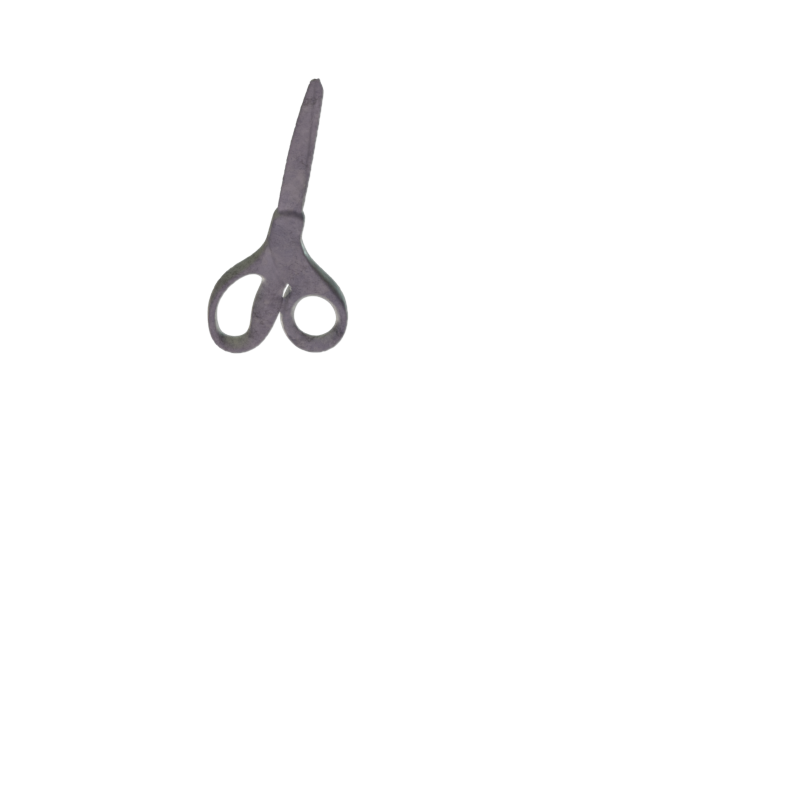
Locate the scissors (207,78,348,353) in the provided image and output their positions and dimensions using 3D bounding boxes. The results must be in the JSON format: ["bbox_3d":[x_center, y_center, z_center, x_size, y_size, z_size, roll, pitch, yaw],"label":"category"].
[{"bbox_3d":[-0.051,-0.094,0.656,0.093,0.017,0.195,22,-51,-19],"label":"scissors"}]
